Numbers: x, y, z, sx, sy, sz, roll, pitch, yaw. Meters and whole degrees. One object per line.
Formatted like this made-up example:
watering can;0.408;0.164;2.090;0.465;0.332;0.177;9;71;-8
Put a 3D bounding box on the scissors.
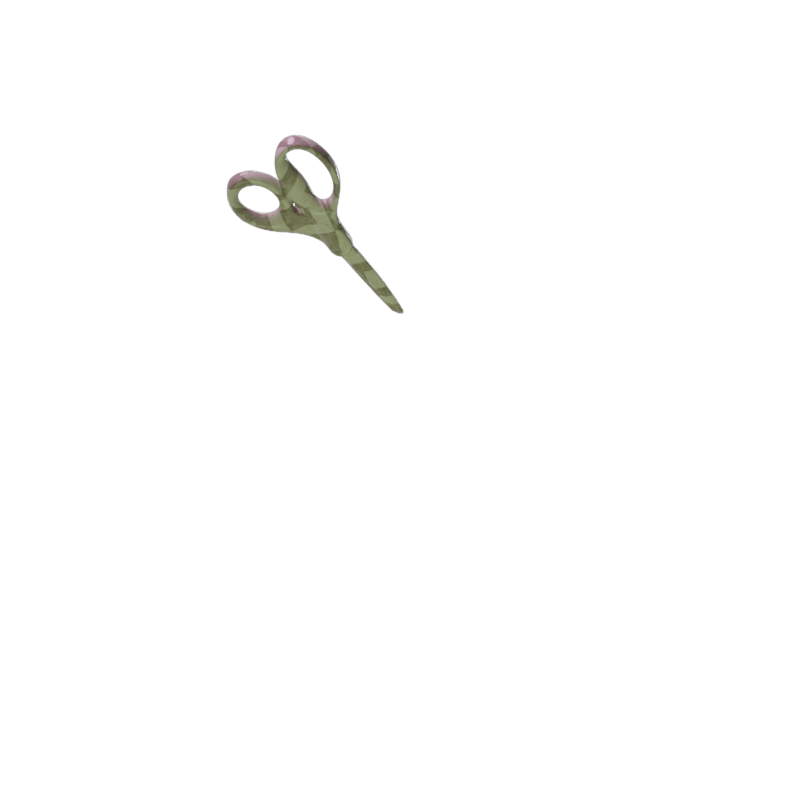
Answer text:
scissors;-0.068;-0.124;0.872;0.097;0.017;0.186;-11;-44;11
